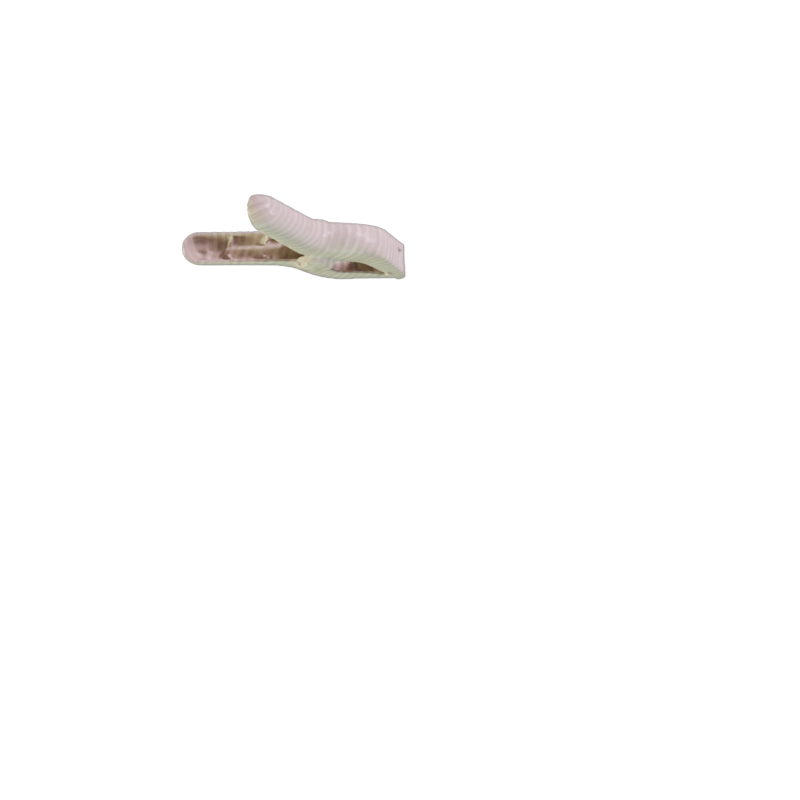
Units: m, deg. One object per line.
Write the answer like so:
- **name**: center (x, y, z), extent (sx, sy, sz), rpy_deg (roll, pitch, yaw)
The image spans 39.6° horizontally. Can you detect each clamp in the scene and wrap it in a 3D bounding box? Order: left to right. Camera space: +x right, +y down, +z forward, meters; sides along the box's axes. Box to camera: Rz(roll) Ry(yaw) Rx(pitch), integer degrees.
- **clamp**: center (-0.064, -0.117, 0.817), extent (0.166, 0.040, 0.122), rpy_deg (1, -4, -23)
